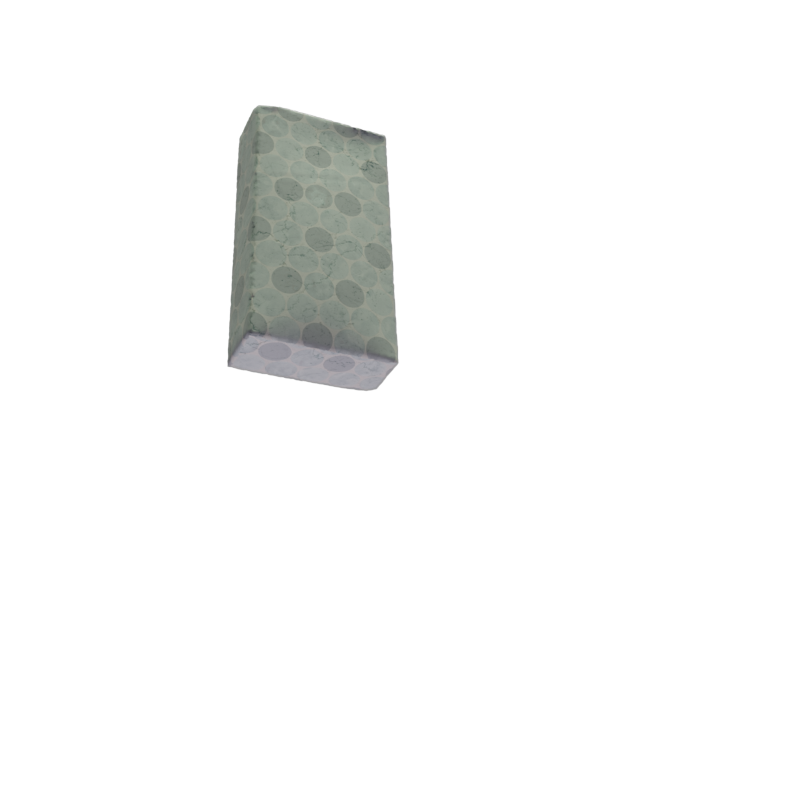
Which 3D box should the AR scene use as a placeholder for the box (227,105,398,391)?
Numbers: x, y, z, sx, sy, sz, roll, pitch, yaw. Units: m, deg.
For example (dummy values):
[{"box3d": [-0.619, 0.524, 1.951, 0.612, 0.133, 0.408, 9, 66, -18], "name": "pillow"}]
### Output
[{"box3d": [-0.053, -0.097, 0.676, 0.090, 0.188, 0.046, 10, -34, -19], "name": "box"}]
